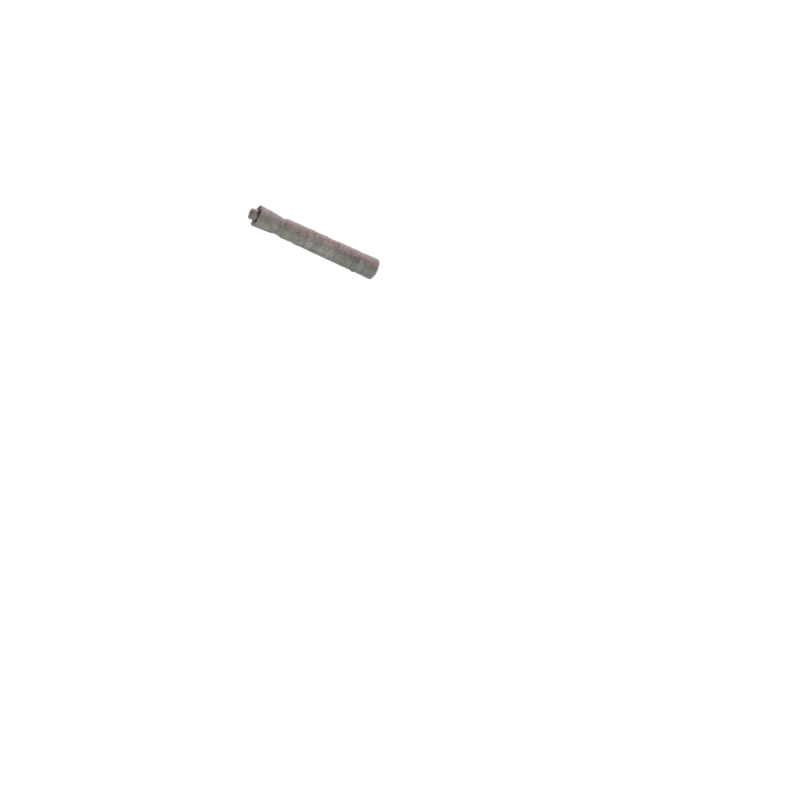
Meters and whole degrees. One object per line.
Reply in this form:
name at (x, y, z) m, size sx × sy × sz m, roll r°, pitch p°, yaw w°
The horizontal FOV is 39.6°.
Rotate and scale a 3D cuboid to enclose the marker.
marker at (-0.073, -0.133, 0.935) m, size 0.116 × 0.020 × 0.020 m, roll 23°, pitch -5°, yaw -19°
